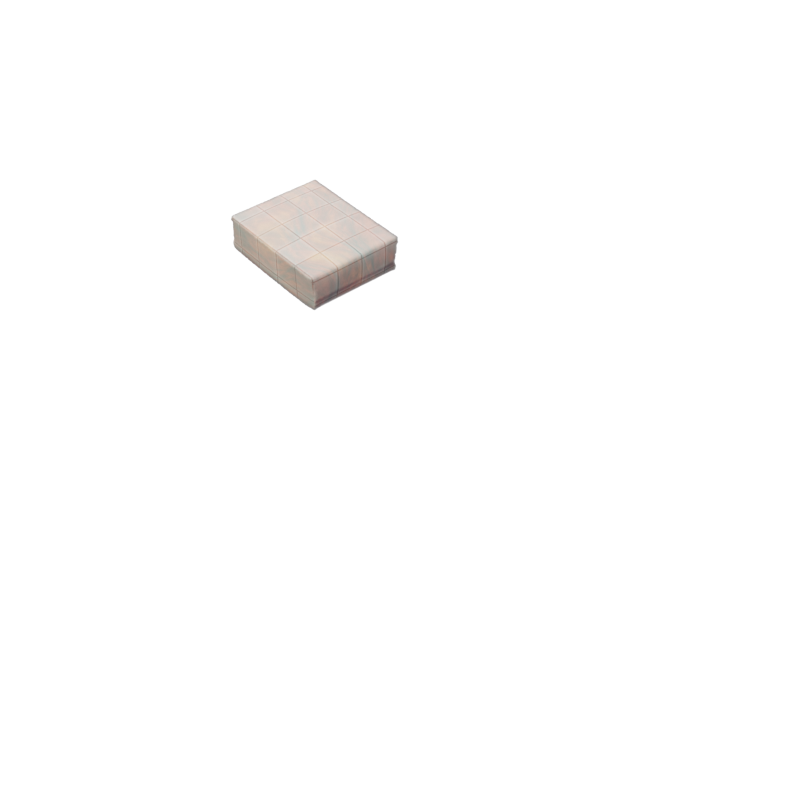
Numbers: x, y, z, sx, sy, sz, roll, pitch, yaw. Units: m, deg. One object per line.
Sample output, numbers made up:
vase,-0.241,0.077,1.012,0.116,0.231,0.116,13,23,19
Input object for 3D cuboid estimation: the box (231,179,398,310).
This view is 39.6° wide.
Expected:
box,-0.072,-0.131,0.916,0.090,0.036,0.122,-29,51,-28
